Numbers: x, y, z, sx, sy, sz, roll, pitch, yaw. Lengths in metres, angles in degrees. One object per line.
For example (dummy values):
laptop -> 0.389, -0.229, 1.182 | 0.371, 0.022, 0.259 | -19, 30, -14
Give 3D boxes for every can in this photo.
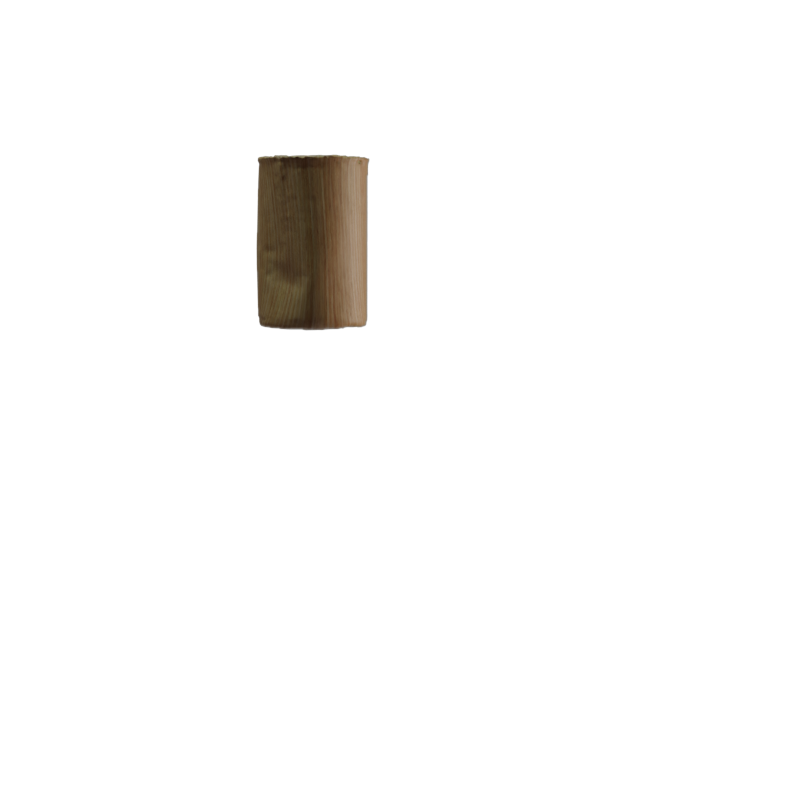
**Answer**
can -> -0.053, -0.096, 0.673 | 0.068, 0.102, 0.069 | 0, 3, -2
